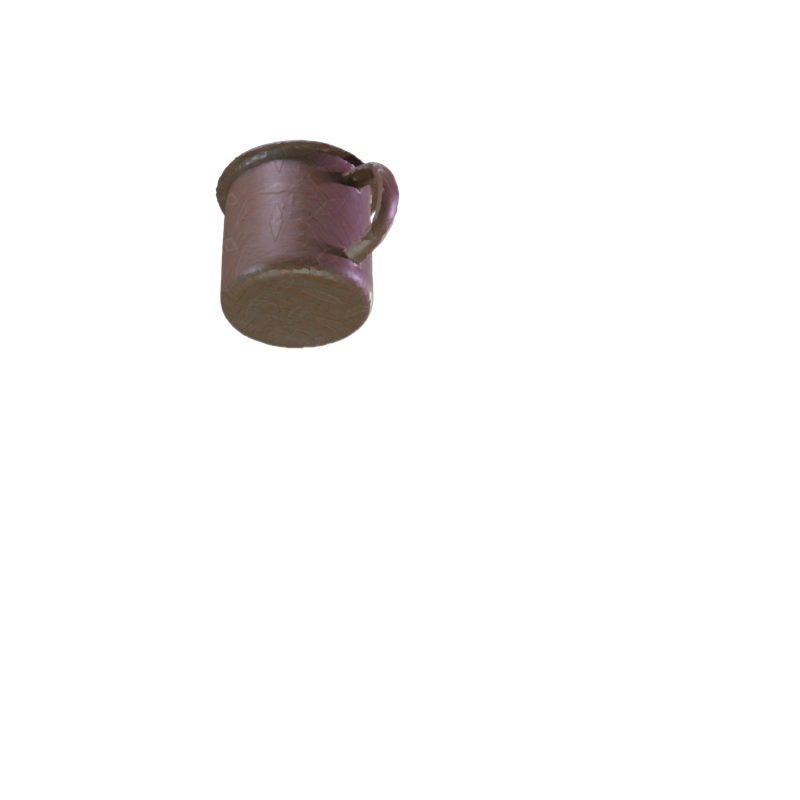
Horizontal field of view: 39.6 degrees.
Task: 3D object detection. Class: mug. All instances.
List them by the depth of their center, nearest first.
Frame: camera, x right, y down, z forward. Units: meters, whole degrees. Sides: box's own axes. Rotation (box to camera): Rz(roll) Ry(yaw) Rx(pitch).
[{"bbox_3d":[-0.047,-0.086,0.601,0.117,0.087,0.087,-25,-40,32],"label":"mug"}]
